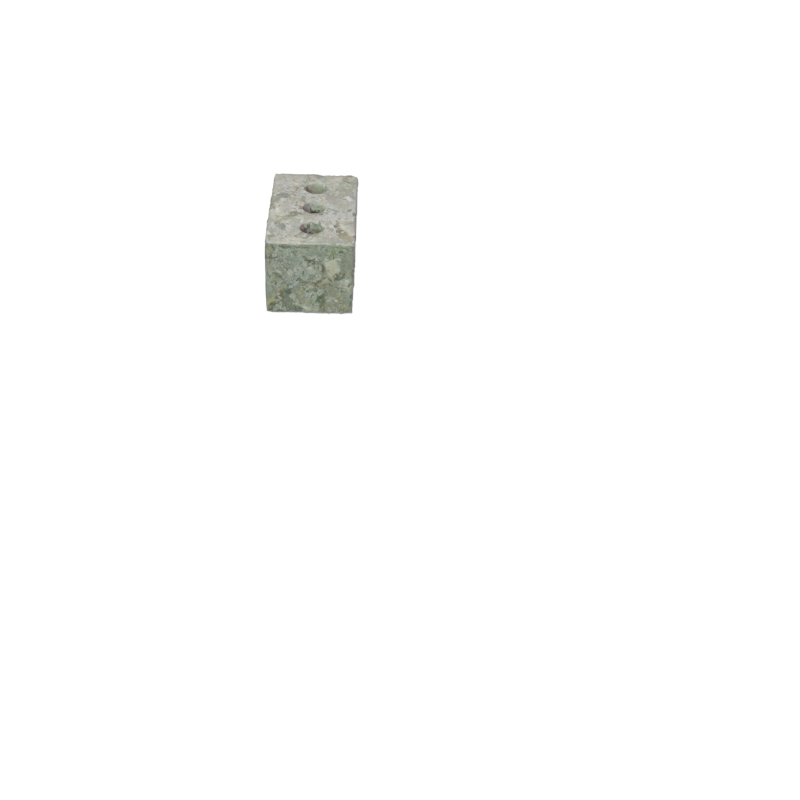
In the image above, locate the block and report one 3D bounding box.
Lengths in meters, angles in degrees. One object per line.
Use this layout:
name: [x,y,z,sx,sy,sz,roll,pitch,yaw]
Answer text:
block: [-0.052,-0.095,0.664,0.053,0.048,0.083,1,39,-1]
